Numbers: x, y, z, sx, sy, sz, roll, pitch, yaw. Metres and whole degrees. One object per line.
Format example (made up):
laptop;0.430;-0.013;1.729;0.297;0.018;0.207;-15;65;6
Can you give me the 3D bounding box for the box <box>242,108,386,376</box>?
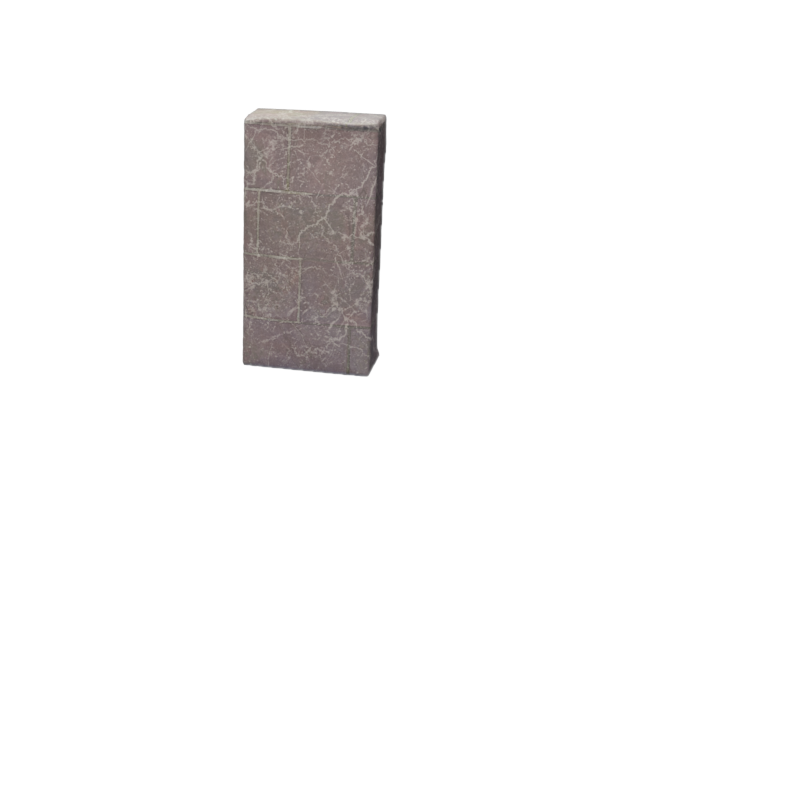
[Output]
box;-0.060;-0.108;0.759;0.095;0.169;0.049;5;19;10
